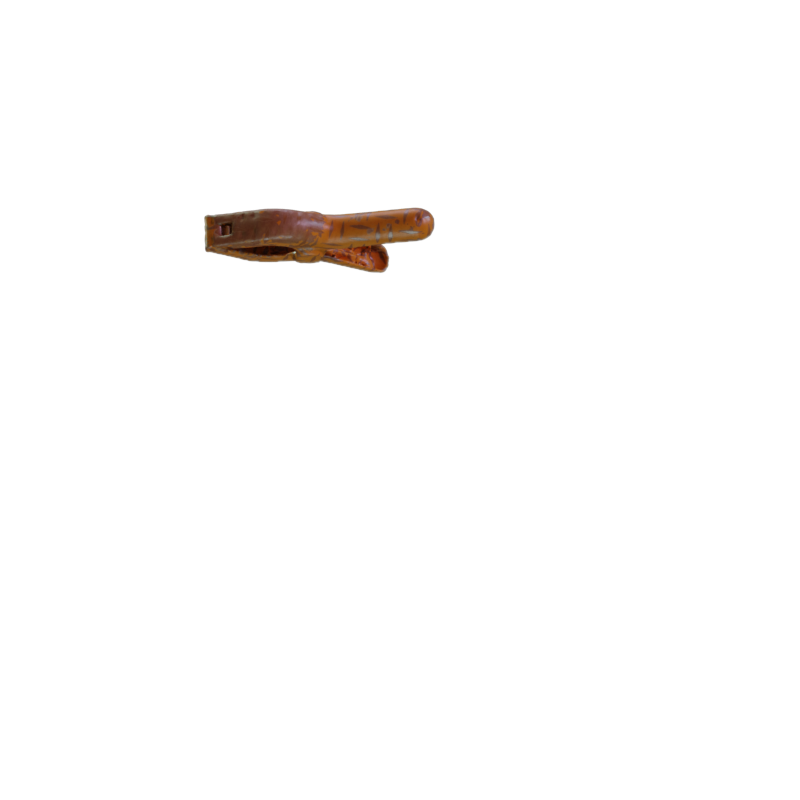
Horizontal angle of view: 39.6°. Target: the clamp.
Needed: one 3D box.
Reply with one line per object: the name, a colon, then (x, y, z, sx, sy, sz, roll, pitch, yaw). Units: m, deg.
clamp: (-0.068, -0.124, 0.869, 0.170, 0.041, 0.116, 2, -16, -7)
